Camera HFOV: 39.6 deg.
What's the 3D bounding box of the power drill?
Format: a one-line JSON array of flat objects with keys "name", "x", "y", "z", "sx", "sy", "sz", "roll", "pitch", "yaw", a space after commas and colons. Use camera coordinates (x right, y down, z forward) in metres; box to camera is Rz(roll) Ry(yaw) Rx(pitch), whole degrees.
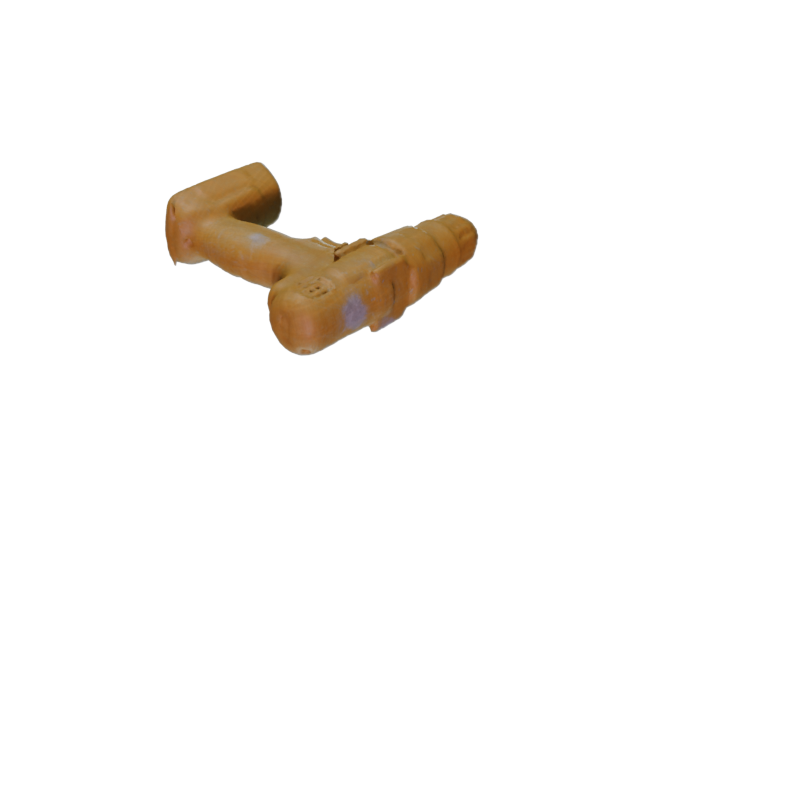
[{"name": "power drill", "x": -0.062, "y": -0.113, "z": 0.794, "sx": 0.200, "sy": 0.054, "sz": 0.184, "roll": 27, "pitch": 41, "yaw": 35}]
